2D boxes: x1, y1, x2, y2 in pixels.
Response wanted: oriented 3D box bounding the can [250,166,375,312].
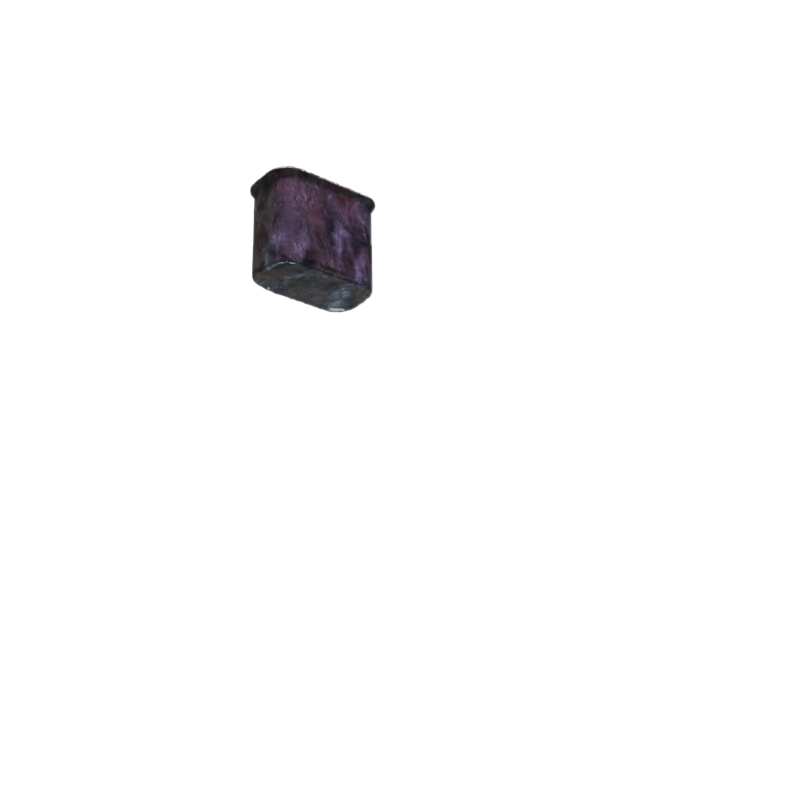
[{"bbox_3d":[-0.068,-0.125,0.875,0.096,0.089,0.057,18,-33,-34],"label":"can"}]
